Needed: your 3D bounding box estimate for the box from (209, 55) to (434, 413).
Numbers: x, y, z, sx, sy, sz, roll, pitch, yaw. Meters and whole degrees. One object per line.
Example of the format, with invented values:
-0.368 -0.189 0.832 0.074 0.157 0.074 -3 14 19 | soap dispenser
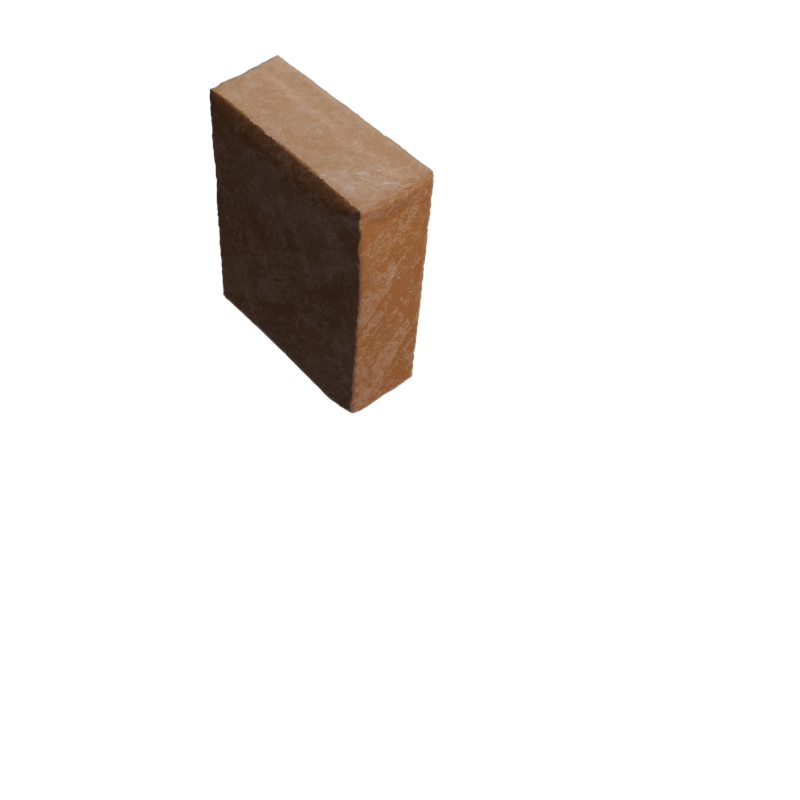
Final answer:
-0.063 -0.115 0.803 0.072 0.199 0.175 -32 58 -26 | box
